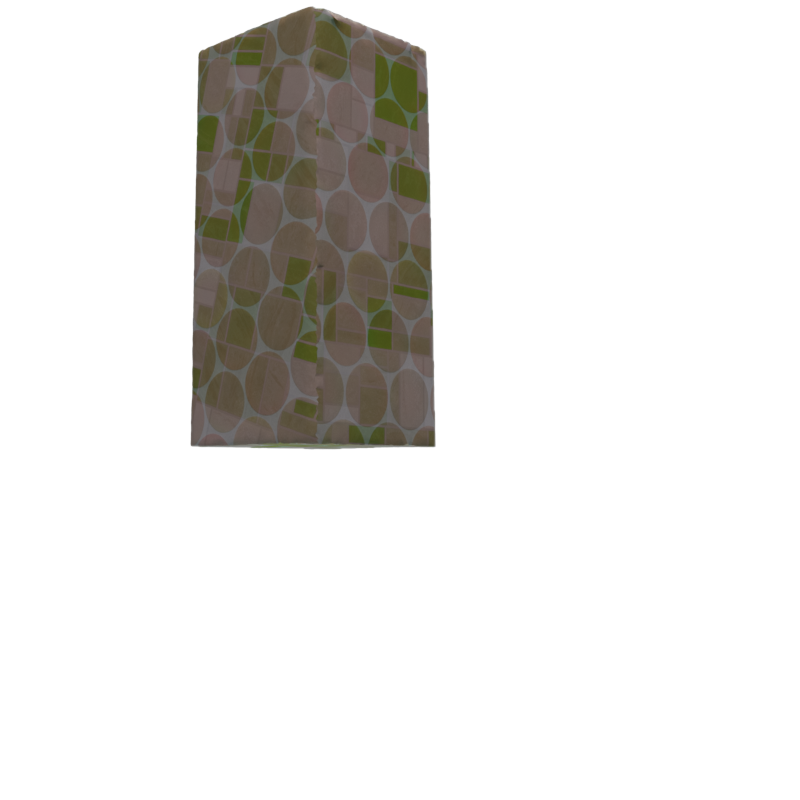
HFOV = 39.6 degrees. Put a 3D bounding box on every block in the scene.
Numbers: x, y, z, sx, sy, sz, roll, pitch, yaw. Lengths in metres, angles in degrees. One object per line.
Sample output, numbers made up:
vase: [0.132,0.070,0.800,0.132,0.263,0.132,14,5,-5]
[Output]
block: [-0.044,-0.081,0.566,0.092,0.212,0.086,-10,-14,42]
